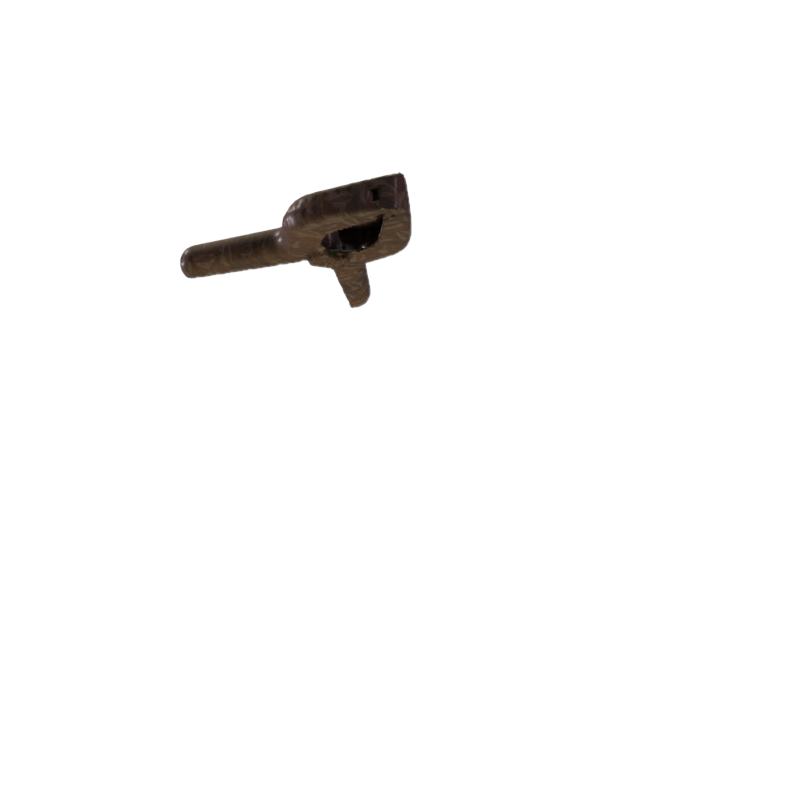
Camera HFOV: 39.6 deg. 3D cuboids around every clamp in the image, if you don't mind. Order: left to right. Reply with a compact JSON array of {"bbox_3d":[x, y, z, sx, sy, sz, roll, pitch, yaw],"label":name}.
[{"bbox_3d":[-0.064,-0.117,0.821,0.159,0.038,0.208,6,-16,-22],"label":"clamp"}]
